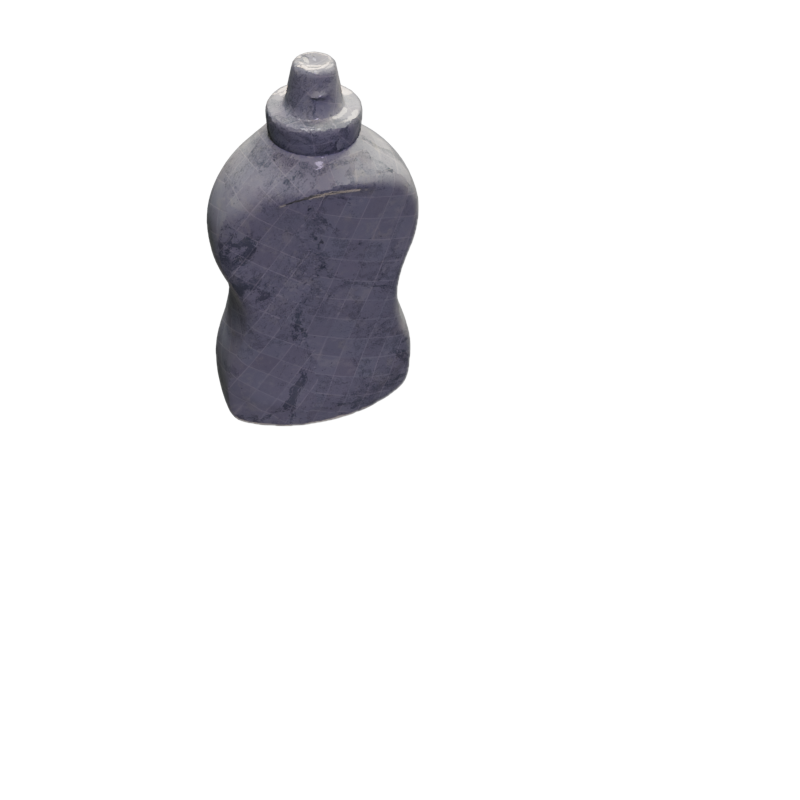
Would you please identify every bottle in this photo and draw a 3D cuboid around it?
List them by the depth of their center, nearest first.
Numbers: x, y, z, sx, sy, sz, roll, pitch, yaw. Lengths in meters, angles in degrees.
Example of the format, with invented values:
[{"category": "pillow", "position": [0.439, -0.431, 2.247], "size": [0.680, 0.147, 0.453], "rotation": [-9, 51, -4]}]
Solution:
[{"category": "bottle", "position": [-0.040, -0.073, 0.512], "size": [0.095, 0.179, 0.063], "rotation": [-9, 44, -13]}]
